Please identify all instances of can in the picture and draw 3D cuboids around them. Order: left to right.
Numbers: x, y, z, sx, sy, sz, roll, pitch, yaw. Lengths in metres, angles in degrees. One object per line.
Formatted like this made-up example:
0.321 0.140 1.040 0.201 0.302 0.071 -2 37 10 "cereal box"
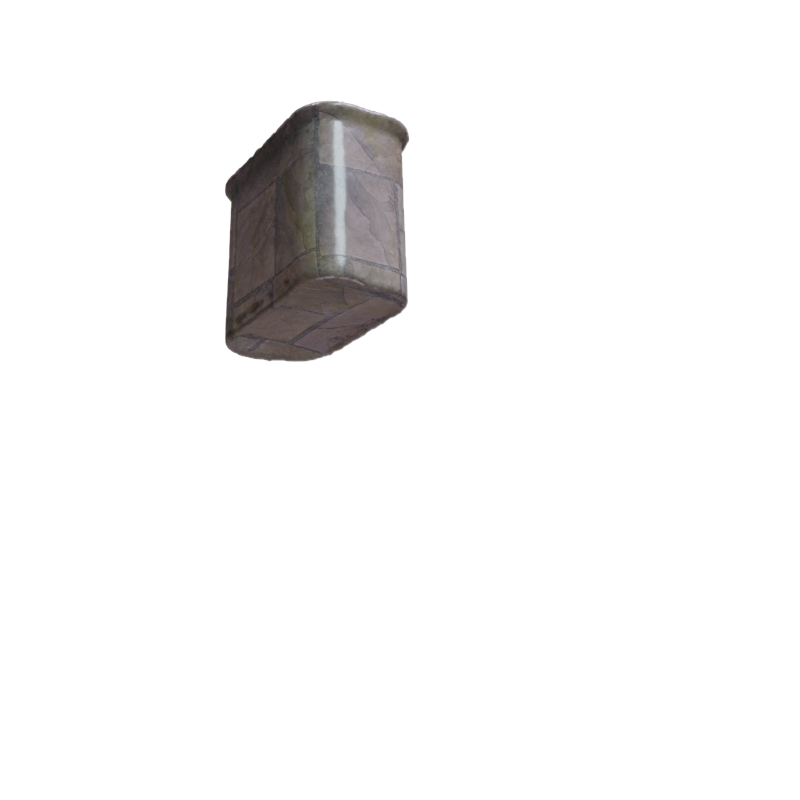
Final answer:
-0.039 -0.071 0.500 0.055 0.088 0.101 14 -27 -30 "can"
